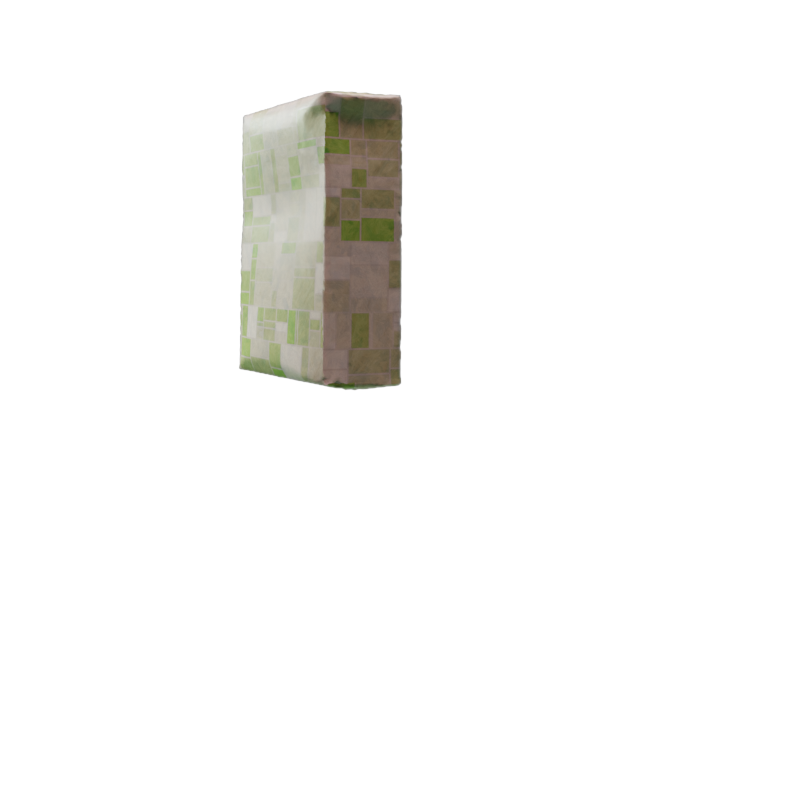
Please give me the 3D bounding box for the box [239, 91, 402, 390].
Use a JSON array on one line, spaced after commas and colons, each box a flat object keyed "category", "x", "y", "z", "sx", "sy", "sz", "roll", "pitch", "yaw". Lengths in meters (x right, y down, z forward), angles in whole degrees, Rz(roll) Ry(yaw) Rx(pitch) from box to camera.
[{"category": "box", "x": -0.067, "y": -0.123, "z": 0.860, "sx": 0.069, "sy": 0.214, "sz": 0.170, "roll": 0, "pitch": 2, "yaw": -29}]
